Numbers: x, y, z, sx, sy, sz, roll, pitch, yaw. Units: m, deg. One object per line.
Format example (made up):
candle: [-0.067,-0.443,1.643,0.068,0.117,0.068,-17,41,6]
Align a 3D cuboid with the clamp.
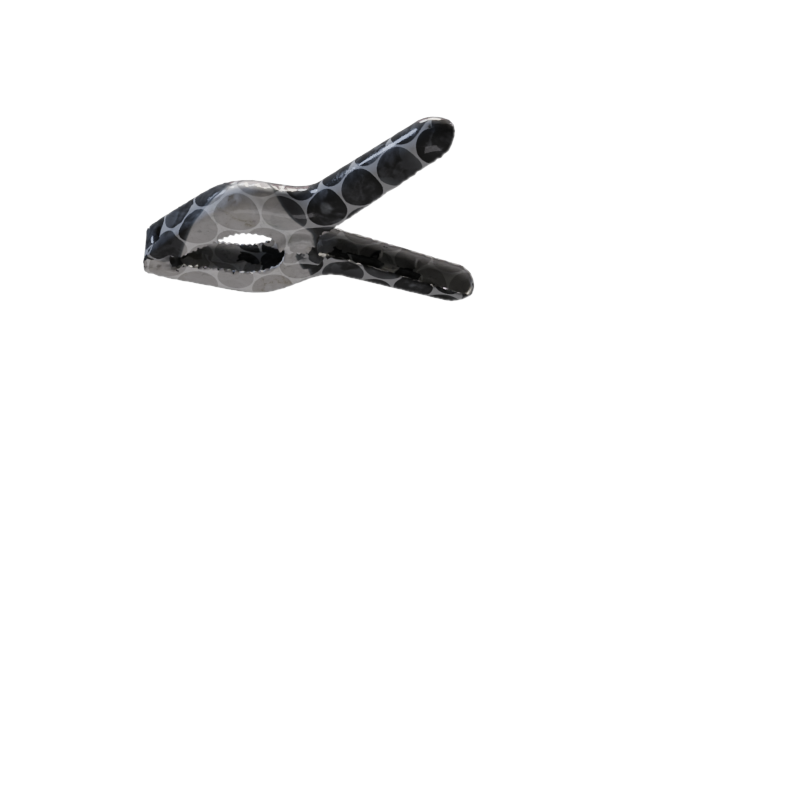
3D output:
clamp: [-0.054,-0.099,0.693,0.212,0.039,0.152,-9,-33,13]
